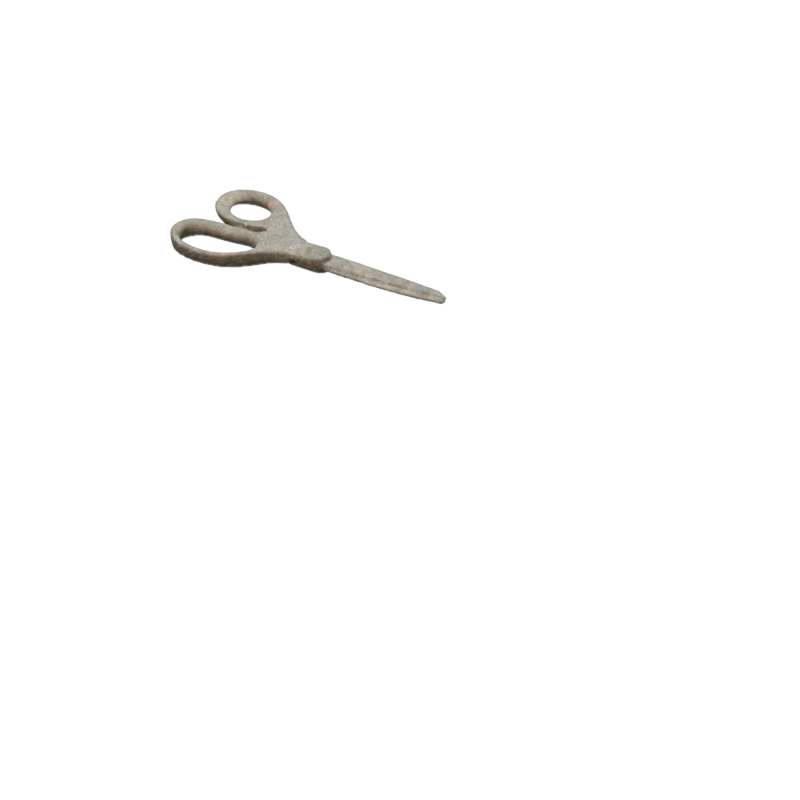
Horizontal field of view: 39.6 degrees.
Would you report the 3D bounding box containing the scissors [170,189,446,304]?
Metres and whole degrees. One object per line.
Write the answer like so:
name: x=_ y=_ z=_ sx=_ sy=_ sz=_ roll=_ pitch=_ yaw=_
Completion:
scissors: x=-0.062 y=-0.112 z=0.786 sx=0.205 sy=0.015 sz=0.101 roll=9 pitch=41 yaw=10
